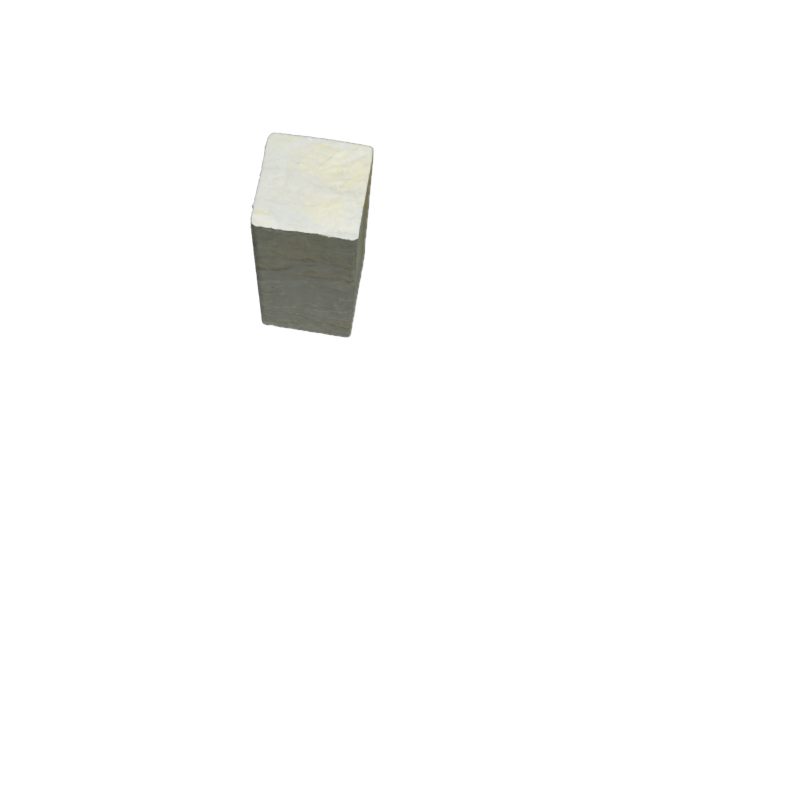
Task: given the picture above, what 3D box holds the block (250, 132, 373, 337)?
[{"bbox_3d":[-0.078,-0.141,0.985,0.090,0.095,0.196,9,-21,0],"label":"block"}]
